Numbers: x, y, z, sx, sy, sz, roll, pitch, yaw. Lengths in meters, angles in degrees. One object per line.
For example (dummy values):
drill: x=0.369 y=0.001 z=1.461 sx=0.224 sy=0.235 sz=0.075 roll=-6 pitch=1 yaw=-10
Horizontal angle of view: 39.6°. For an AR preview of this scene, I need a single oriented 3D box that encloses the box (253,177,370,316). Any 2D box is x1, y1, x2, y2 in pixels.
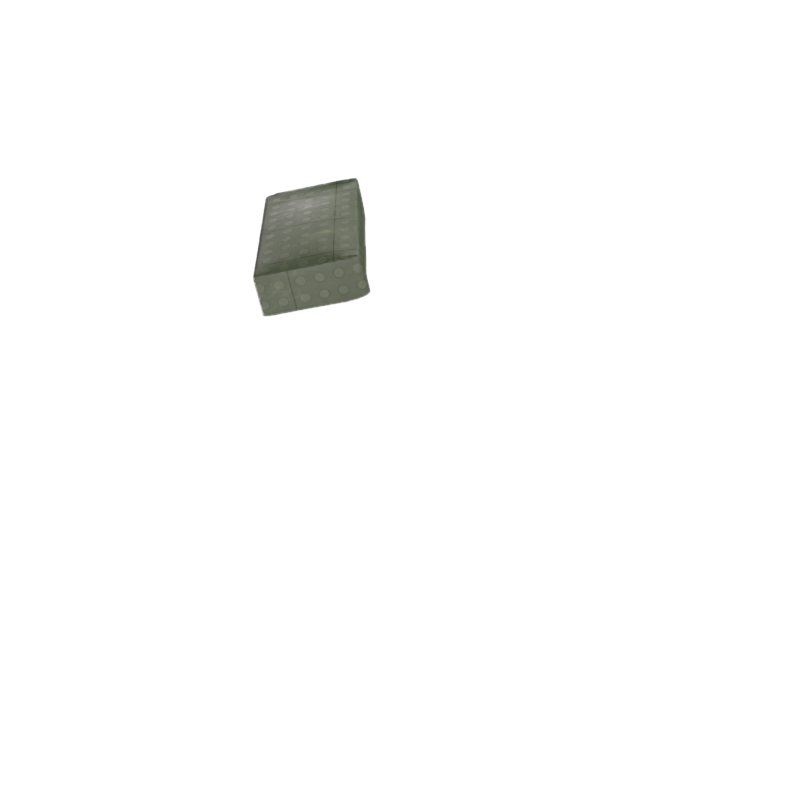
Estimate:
box: x=-0.078 y=-0.141 z=0.989 sx=0.094 sy=0.045 sz=0.188 roll=-11 pitch=33 yaw=4
